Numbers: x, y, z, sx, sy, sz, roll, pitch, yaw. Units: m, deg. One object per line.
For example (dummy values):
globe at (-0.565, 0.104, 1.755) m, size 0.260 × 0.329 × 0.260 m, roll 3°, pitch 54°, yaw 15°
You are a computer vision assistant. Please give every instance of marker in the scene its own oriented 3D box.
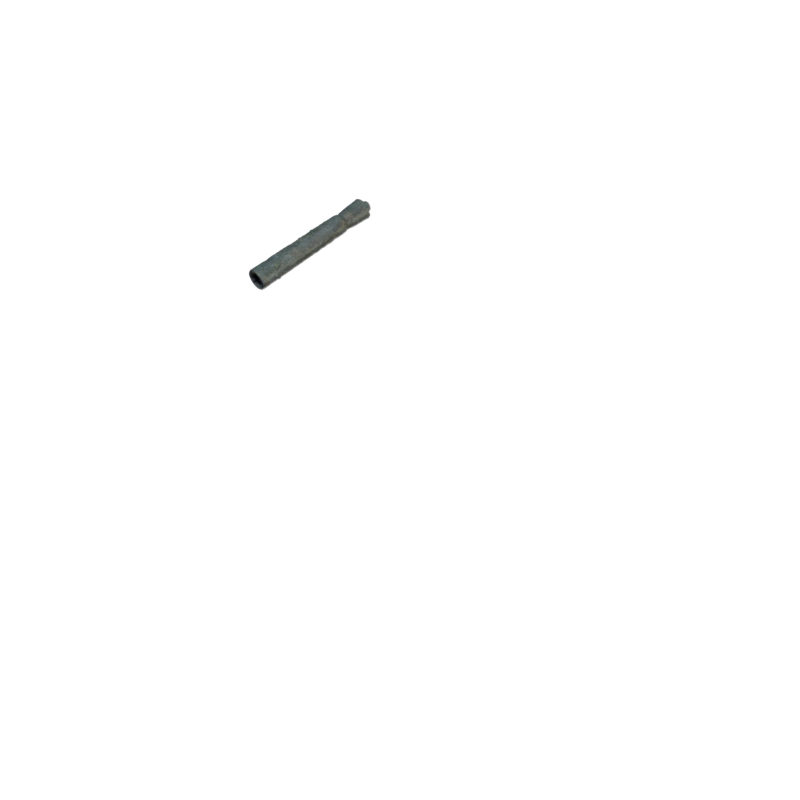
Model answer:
marker at (-0.070, -0.128, 0.897) m, size 0.122 × 0.019 × 0.020 m, roll -38°, pitch 22°, yaw -25°
